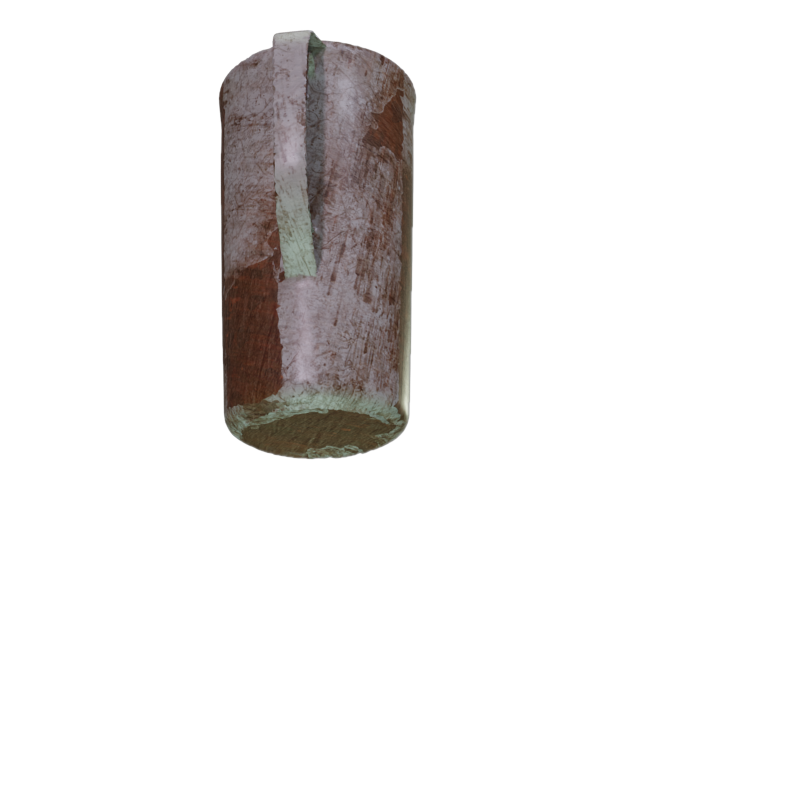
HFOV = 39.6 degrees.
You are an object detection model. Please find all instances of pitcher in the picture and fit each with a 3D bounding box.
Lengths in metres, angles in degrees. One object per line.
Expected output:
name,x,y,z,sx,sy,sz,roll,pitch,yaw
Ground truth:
pitcher,-0.054,-0.098,0.687,0.141,0.258,0.145,19,-33,-35
